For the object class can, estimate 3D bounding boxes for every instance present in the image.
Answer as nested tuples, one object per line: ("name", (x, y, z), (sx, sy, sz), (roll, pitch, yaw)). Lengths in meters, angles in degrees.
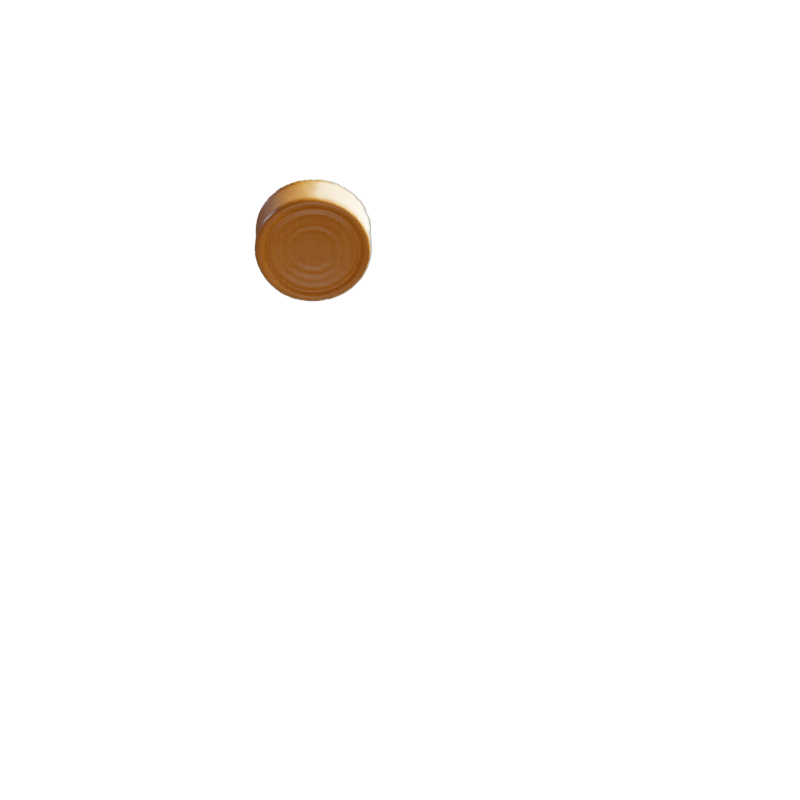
("can", (-0.063, -0.115, 0.807), (0.086, 0.081, 0.036), (1, 30, -1))
